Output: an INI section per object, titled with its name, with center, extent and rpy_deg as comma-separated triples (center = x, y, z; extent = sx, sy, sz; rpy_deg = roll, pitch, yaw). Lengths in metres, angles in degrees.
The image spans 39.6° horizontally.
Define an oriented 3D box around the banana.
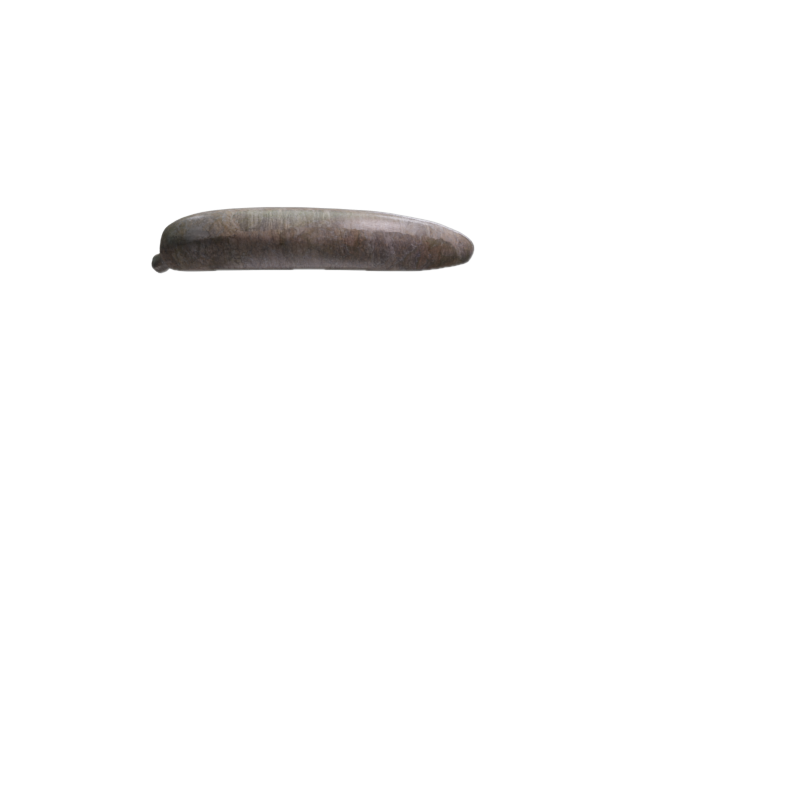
[banana]
center = -0.057, -0.093, 0.645
extent = 0.200, 0.037, 0.069
rpy_deg = 1, 4, 8
